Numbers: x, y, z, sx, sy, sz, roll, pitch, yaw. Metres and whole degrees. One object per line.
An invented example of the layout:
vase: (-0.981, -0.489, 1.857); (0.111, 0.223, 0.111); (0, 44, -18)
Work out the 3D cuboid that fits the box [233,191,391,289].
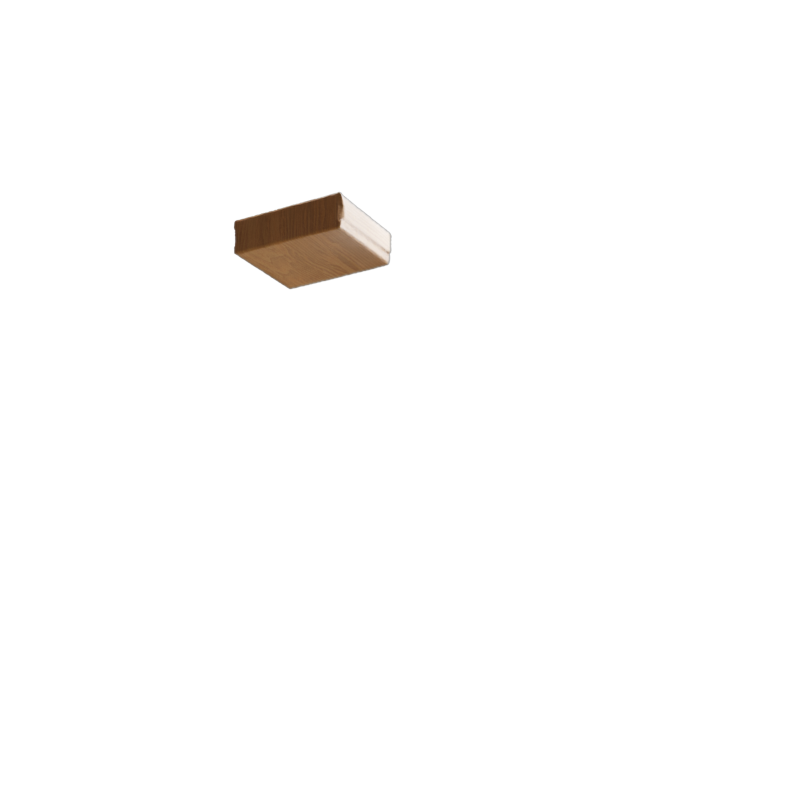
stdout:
box: (-0.061, -0.112, 0.785); (0.091, 0.032, 0.068); (-11, -23, 28)
